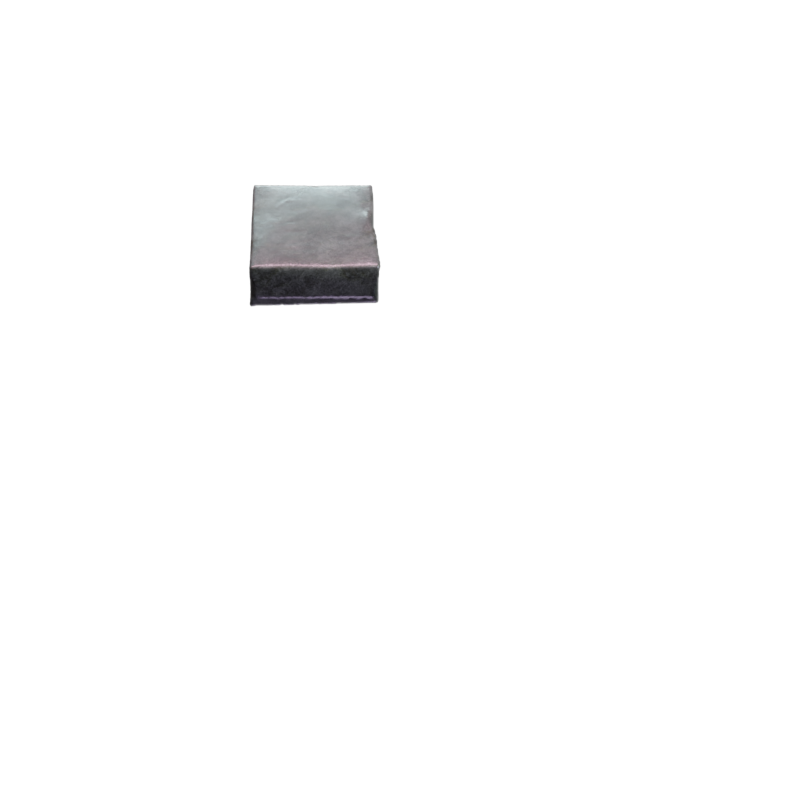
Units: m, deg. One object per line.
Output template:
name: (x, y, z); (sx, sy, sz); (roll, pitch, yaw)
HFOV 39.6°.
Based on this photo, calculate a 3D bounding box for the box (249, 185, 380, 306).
box: (-0.051, -0.092, 0.647); (0.073, 0.028, 0.096); (-1, 39, -2)
